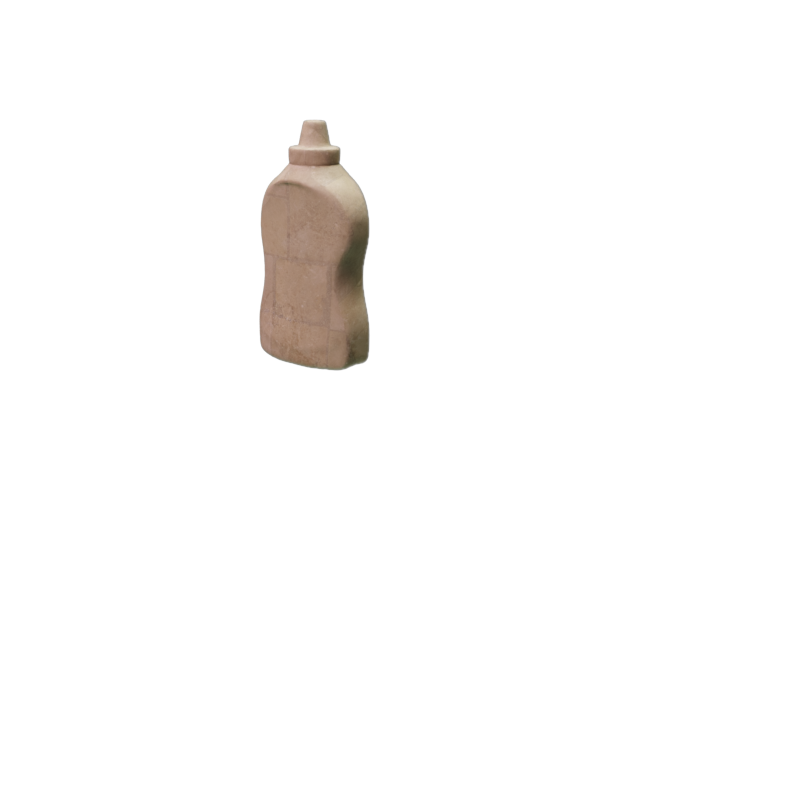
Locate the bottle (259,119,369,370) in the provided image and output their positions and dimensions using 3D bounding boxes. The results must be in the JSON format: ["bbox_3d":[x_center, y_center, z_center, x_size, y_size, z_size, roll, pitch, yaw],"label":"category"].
[{"bbox_3d":[-0.069,-0.126,0.880,0.101,0.187,0.057,11,15,41],"label":"bottle"}]
